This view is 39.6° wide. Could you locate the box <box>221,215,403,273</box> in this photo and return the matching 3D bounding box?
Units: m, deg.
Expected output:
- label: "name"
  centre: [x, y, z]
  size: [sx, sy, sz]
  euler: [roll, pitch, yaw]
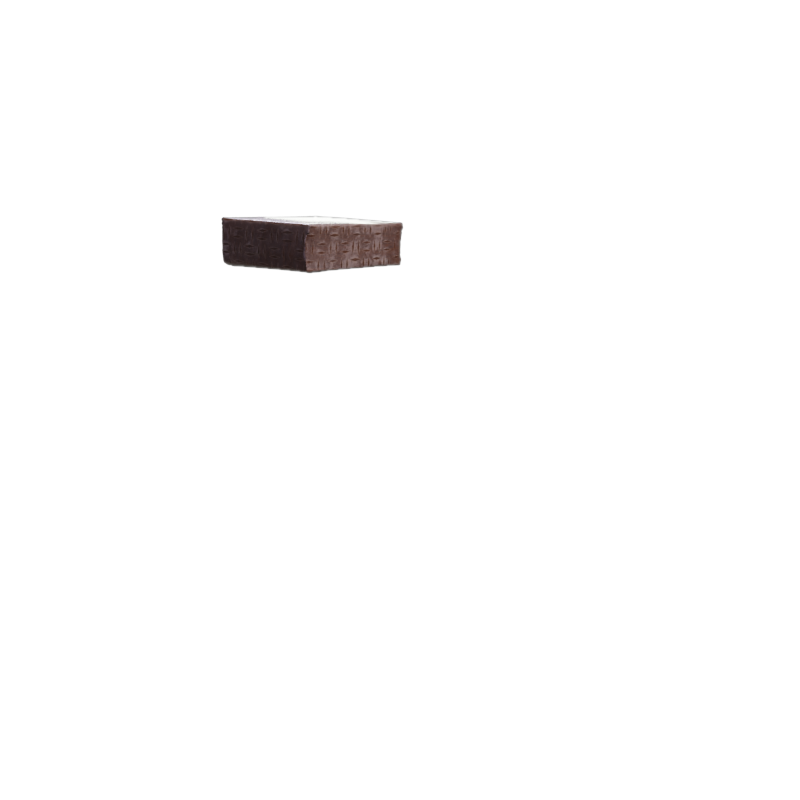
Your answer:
- label: "box"
  centre: [-0.066, -0.120, 0.844]
  size: [0.094, 0.038, 0.110]
  euler: [9, 15, 38]
